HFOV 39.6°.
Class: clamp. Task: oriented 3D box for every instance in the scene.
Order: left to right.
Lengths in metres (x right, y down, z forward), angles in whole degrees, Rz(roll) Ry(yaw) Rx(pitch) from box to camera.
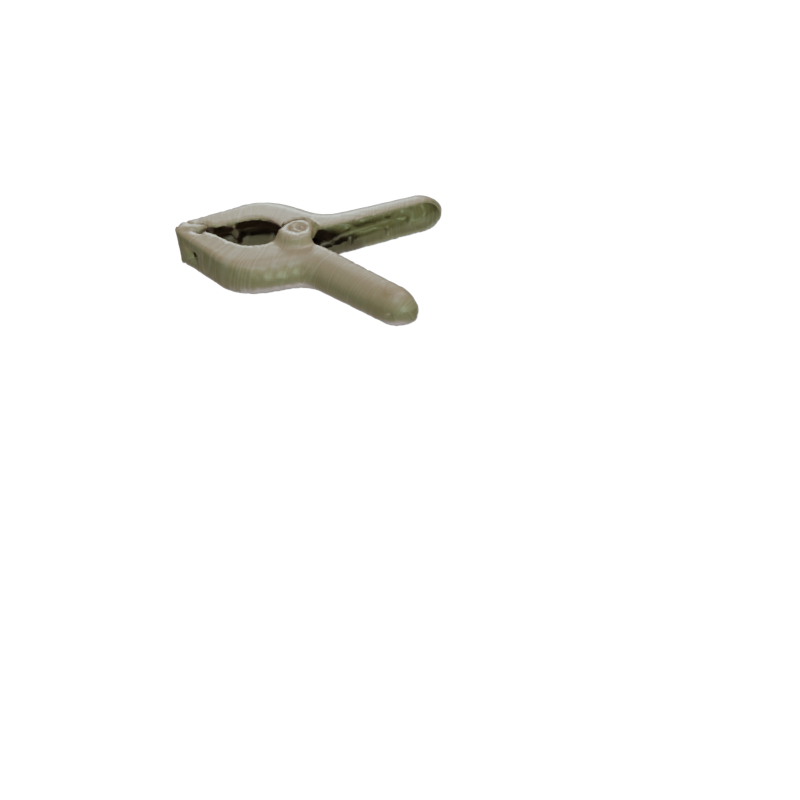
[{"bbox_3d":[-0.056,-0.102,0.714,0.177,0.037,0.124,12,37,16],"label":"clamp"}]
